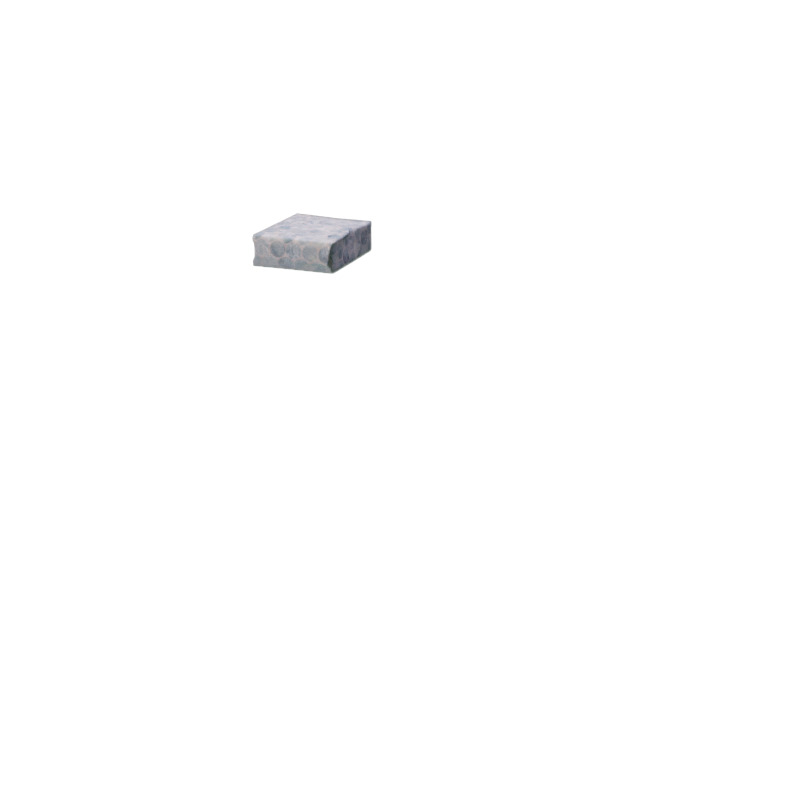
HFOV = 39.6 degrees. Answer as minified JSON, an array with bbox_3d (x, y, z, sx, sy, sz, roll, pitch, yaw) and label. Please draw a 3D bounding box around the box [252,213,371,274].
[{"bbox_3d":[-0.073,-0.134,0.938,0.076,0.029,0.090,8,22,21],"label":"box"}]
